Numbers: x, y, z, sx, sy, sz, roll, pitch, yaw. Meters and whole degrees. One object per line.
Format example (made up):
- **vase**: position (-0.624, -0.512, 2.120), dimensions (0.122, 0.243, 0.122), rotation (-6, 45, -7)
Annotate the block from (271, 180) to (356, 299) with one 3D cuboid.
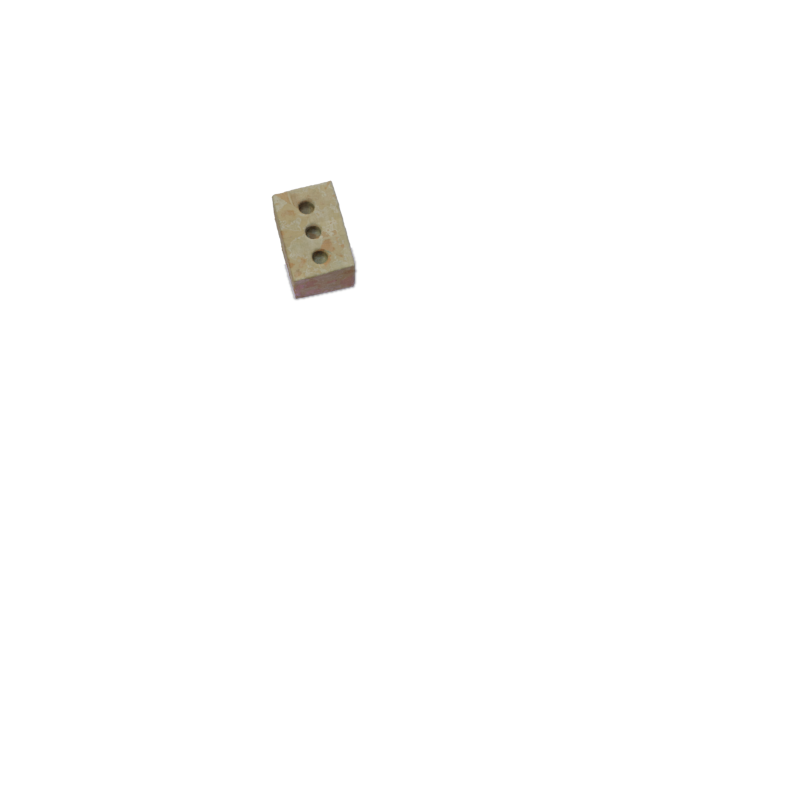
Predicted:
- **block**: position (-0.071, -0.130, 0.908), dimensions (0.052, 0.082, 0.049), rotation (-15, -16, -6)
